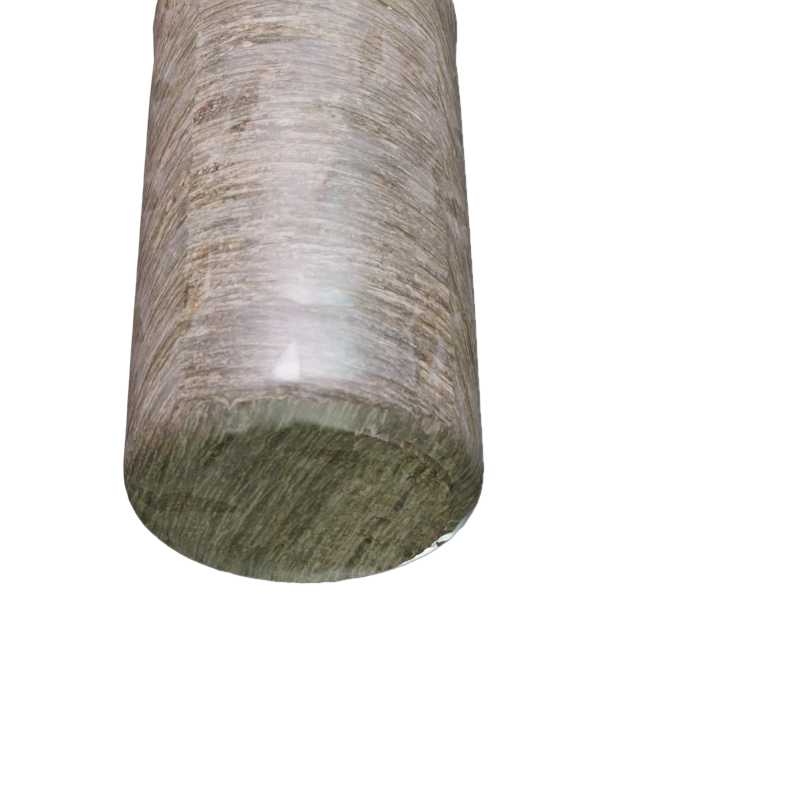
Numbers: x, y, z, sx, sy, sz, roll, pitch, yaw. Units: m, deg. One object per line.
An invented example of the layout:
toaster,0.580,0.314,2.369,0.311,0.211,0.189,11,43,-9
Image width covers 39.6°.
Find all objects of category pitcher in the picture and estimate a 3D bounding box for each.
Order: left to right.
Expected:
pitcher,-0.033,-0.059,0.416,0.142,0.261,0.142,22,-46,-27
